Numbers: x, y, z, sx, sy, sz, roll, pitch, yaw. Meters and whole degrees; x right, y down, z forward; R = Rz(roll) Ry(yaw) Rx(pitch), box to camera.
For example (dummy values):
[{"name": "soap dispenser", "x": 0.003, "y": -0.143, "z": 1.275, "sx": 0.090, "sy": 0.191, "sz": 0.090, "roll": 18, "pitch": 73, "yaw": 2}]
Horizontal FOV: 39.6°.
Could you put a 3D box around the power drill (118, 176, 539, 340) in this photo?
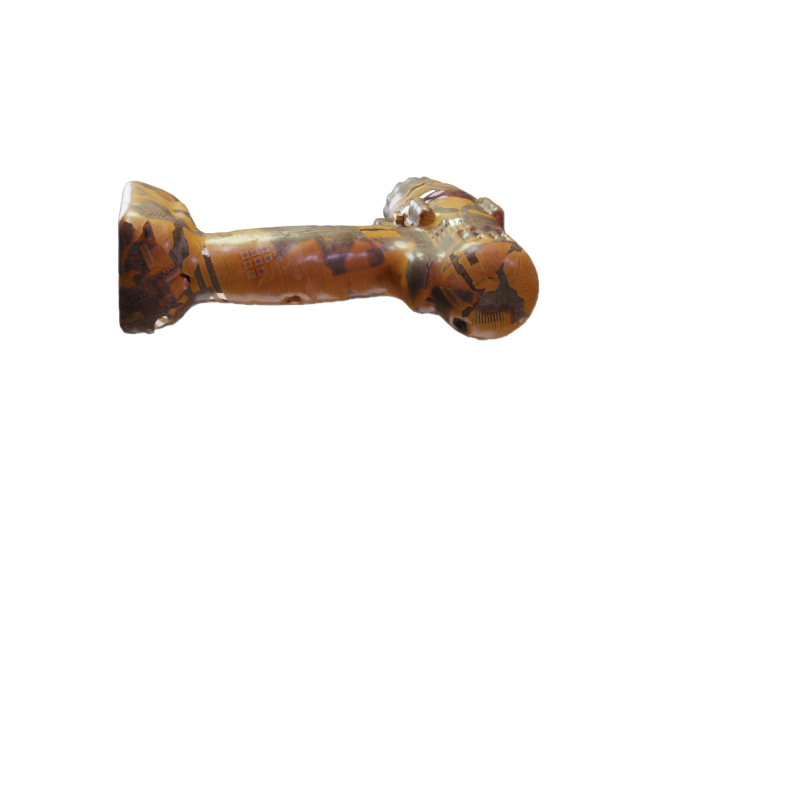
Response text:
[{"name": "power drill", "x": -0.043, "y": -0.078, "z": 0.544, "sx": 0.186, "sy": 0.055, "sz": 0.193, "roll": -3, "pitch": 20, "yaw": -8}]
